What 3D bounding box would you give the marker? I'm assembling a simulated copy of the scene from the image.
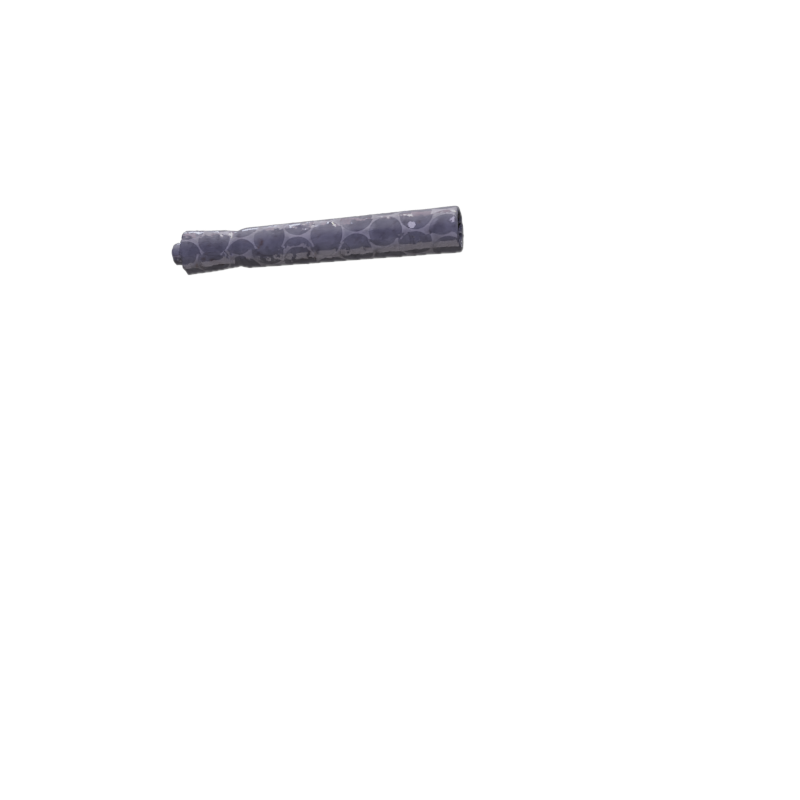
[{"bbox_3d":[-0.036,-0.065,0.453,0.123,0.020,0.019,-3,3,14],"label":"marker"}]
